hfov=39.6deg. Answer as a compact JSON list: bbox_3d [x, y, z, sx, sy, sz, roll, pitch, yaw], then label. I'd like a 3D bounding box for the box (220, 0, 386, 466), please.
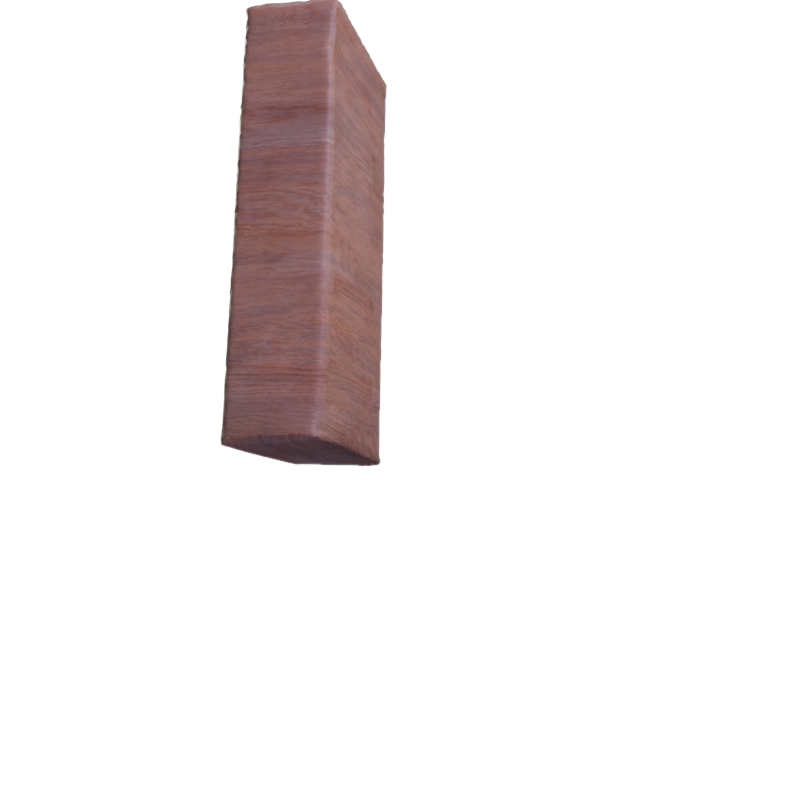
[{"bbox_3d":[-0.036,-0.066,0.459,0.049,0.183,0.089,-5,-15,13],"label":"box"}]
